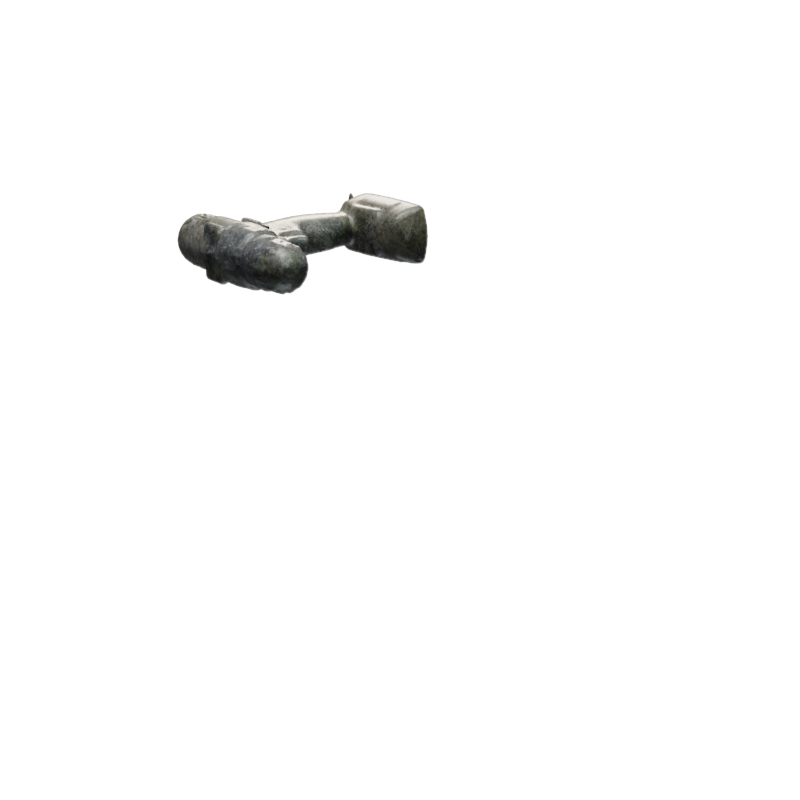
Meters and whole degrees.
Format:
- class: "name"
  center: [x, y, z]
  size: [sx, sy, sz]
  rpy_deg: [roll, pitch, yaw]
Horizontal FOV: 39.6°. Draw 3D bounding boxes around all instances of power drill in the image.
- class: "power drill"
  center: [-0.073, -0.133, 0.932]
  size: [0.183, 0.055, 0.196]
  rpy_deg: [-11, 22, -30]
